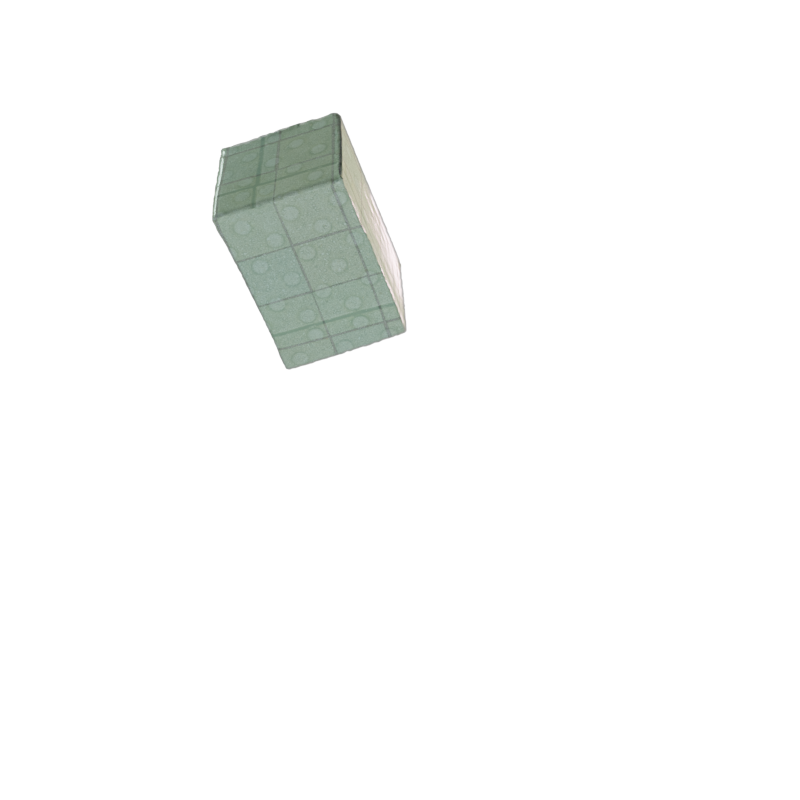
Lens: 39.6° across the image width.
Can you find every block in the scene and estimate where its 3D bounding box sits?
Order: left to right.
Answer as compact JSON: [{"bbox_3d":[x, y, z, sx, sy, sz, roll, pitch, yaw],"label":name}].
[{"bbox_3d":[-0.034,-0.062,0.437,0.053,0.072,0.055,-16,36,10],"label":"block"}]
